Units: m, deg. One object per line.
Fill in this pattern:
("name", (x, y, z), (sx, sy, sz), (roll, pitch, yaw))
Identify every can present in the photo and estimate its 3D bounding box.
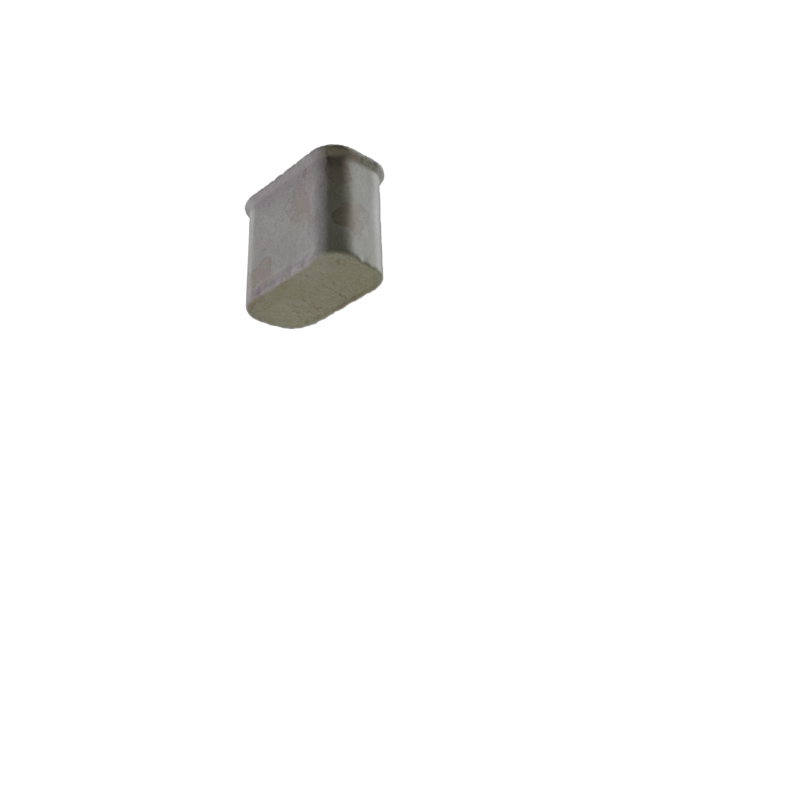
("can", (-0.057, -0.103, 0.722), (0.054, 0.089, 0.102), (25, -39, -37))
